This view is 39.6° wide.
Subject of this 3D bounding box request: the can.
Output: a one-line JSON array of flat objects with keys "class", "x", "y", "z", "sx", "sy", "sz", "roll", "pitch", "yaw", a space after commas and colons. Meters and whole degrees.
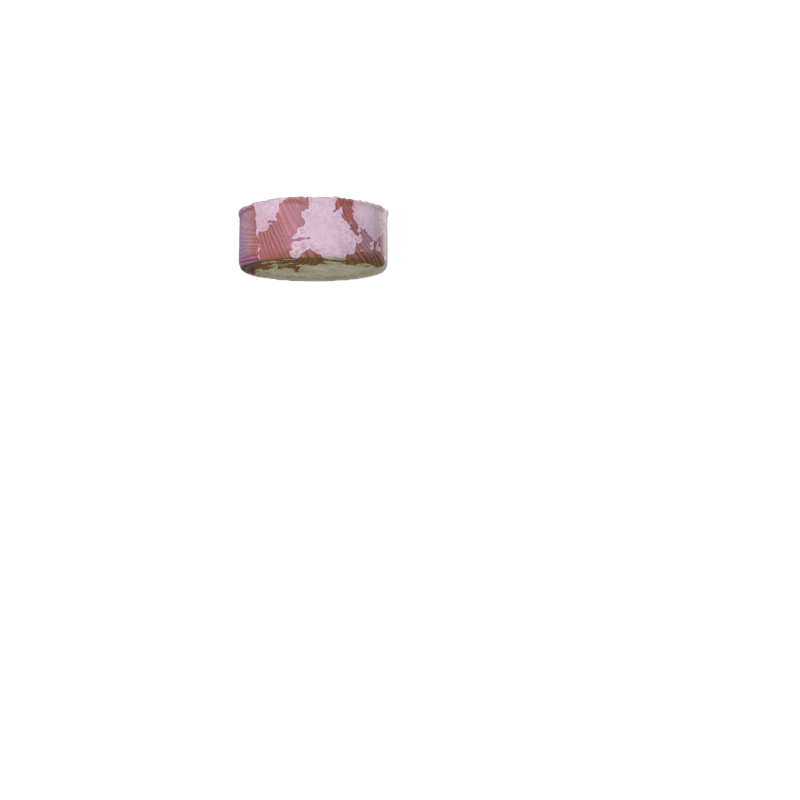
[{"class": "can", "x": -0.049, "y": -0.090, "z": 0.630, "sx": 0.086, "sy": 0.034, "sz": 0.084, "roll": 0, "pitch": -4, "yaw": -2}]
